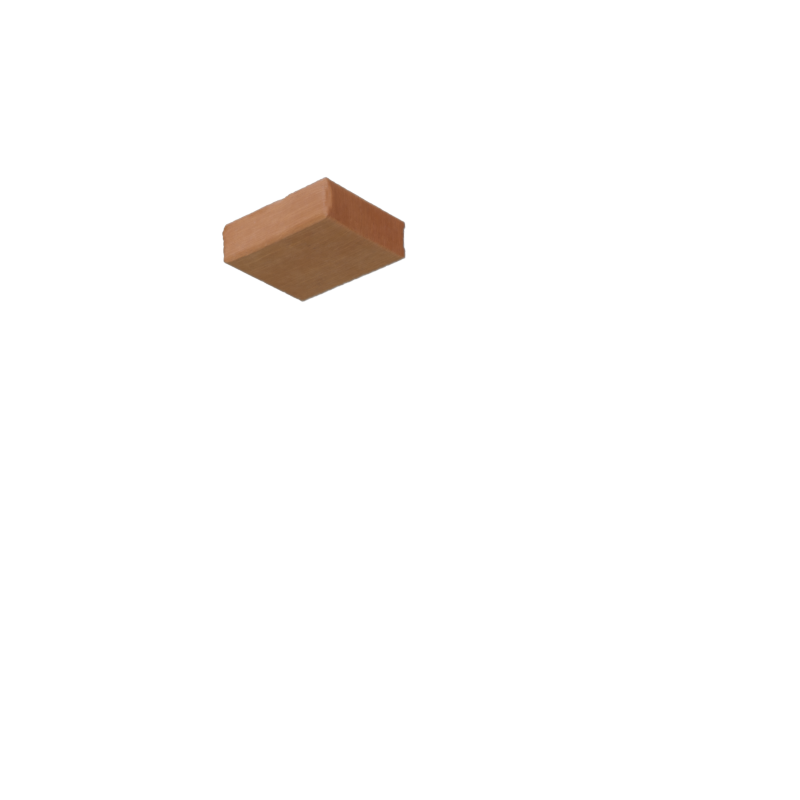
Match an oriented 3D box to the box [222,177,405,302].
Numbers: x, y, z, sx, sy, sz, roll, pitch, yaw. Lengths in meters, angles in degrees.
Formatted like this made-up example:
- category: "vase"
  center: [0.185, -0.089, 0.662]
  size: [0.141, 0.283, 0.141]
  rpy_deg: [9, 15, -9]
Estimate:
- category: "box"
  center: [-0.053, -0.097, 0.679]
  size: [0.090, 0.032, 0.068]
  rpy_deg: [-18, -29, 37]
